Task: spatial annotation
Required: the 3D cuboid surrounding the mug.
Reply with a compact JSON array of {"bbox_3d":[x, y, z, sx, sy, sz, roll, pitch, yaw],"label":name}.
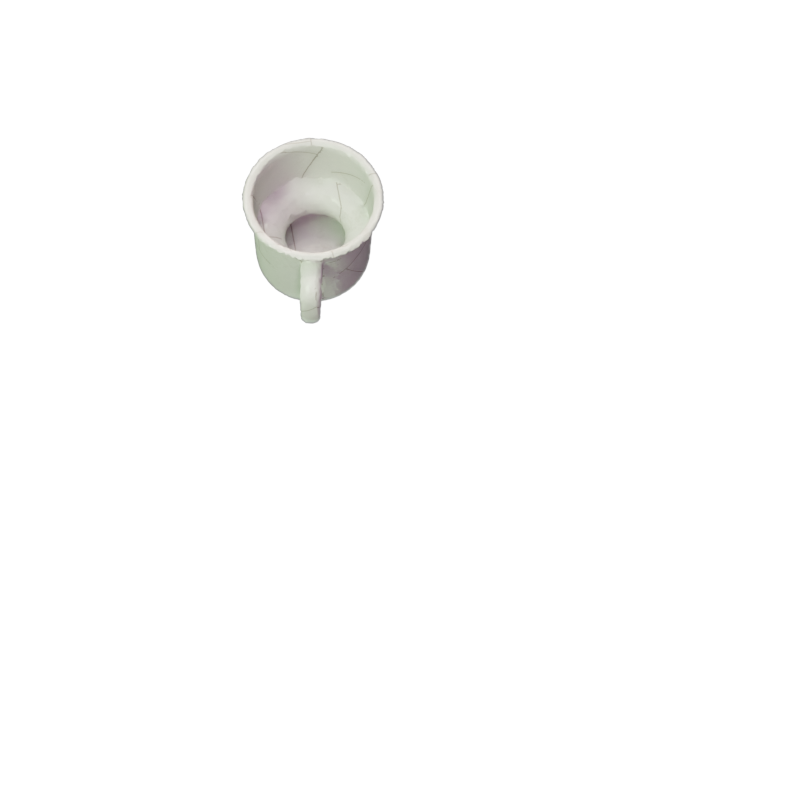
[{"bbox_3d":[-0.059,-0.108,0.756,0.093,0.124,0.077,-2,-25,-3],"label":"mug"}]
